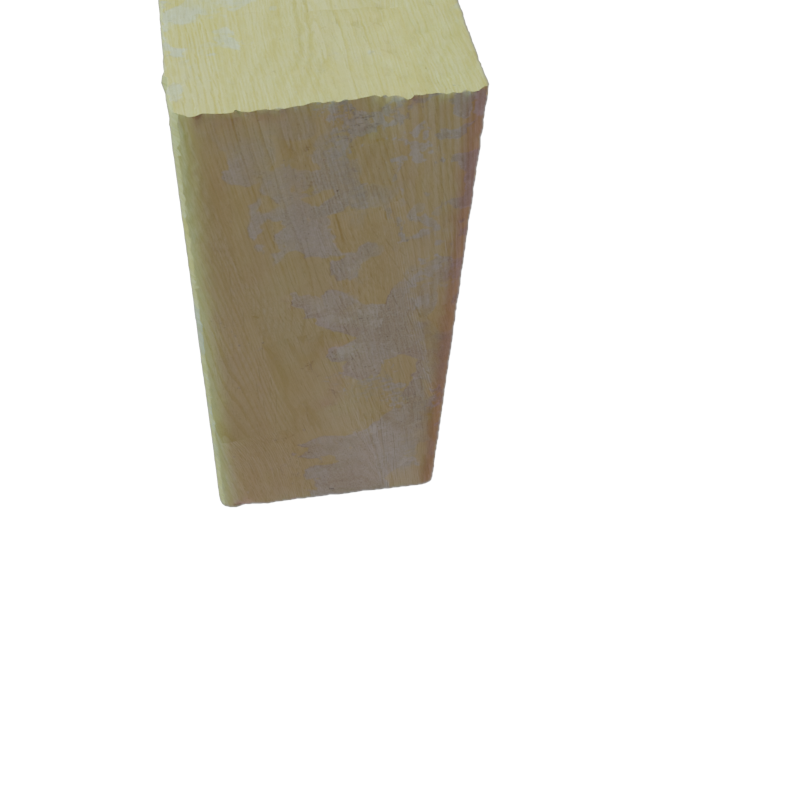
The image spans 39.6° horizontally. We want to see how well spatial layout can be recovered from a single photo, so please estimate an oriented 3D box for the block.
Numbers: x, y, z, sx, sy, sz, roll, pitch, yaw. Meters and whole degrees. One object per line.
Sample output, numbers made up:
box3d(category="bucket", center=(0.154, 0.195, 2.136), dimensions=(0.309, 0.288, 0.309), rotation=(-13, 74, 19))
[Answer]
box3d(category="block", center=(-0.032, -0.057, 0.399), dimensions=(0.089, 0.098, 0.192), rotation=(-6, -37, -8))
